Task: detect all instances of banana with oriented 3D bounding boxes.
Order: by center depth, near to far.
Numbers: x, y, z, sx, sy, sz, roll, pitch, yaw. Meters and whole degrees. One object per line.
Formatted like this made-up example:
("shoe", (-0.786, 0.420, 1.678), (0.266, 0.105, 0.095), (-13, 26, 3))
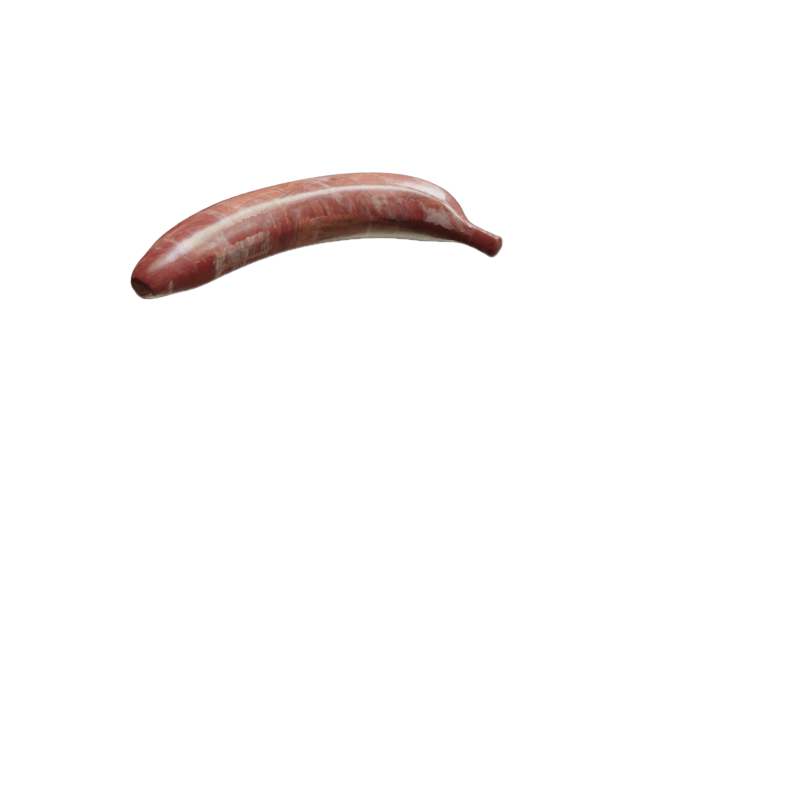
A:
("banana", (-0.048, -0.091, 0.583), (0.195, 0.035, 0.075), (-11, 33, -17))
